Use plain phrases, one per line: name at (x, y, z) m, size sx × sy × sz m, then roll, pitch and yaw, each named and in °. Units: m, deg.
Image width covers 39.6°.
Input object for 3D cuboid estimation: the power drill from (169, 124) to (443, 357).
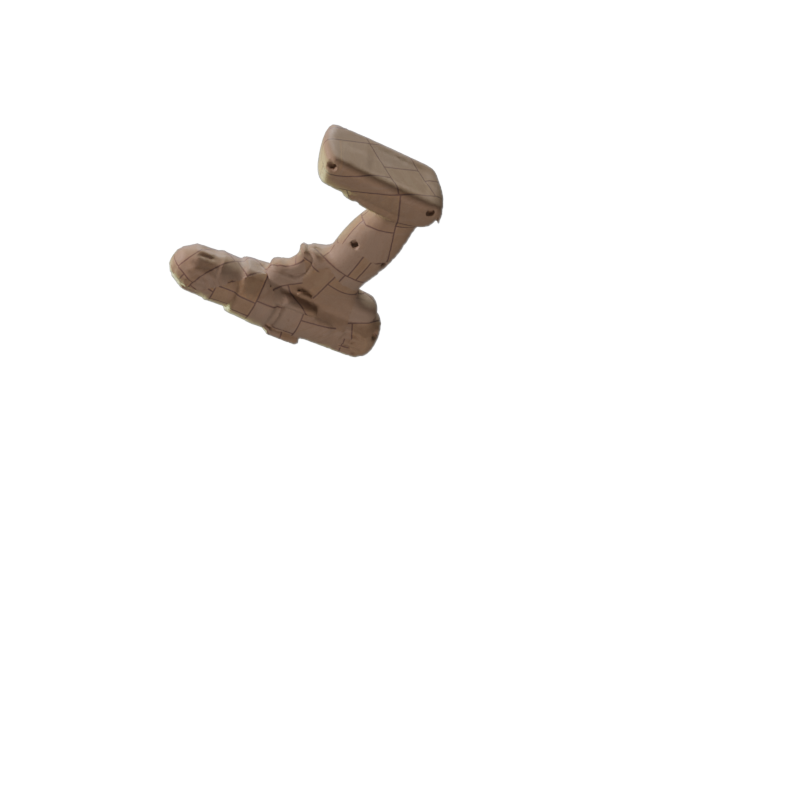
power drill at (-0.068, -0.124, 0.872) m, size 0.178 × 0.062 × 0.181 m, roll 21°, pitch -49°, yaw -20°
